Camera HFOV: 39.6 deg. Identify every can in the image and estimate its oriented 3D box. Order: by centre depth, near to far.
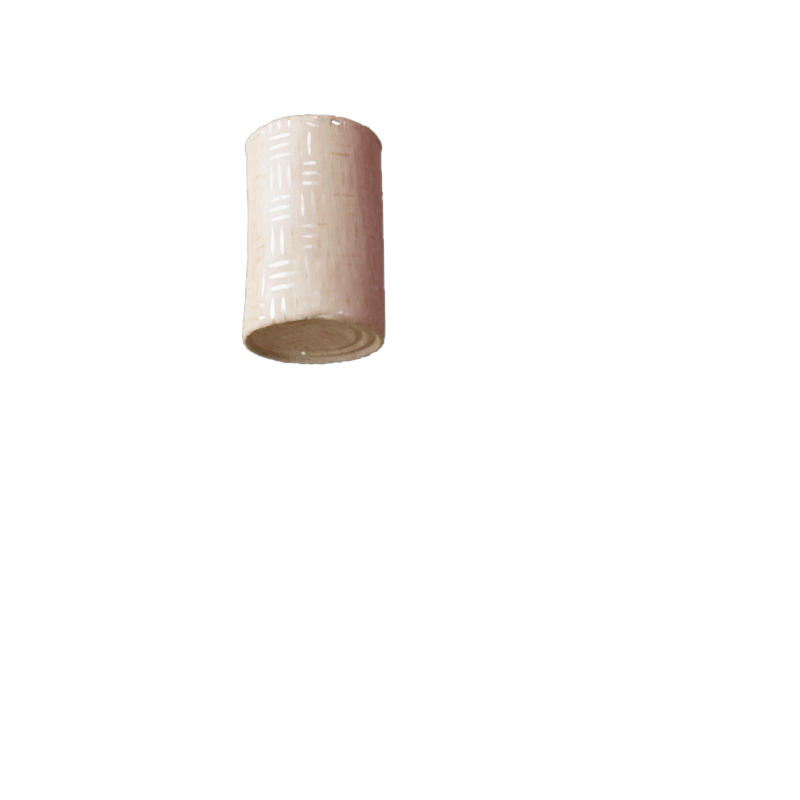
[{"bbox_3d":[-0.041,-0.075,0.527,0.068,0.108,0.065,0,-21,-2],"label":"can"}]
